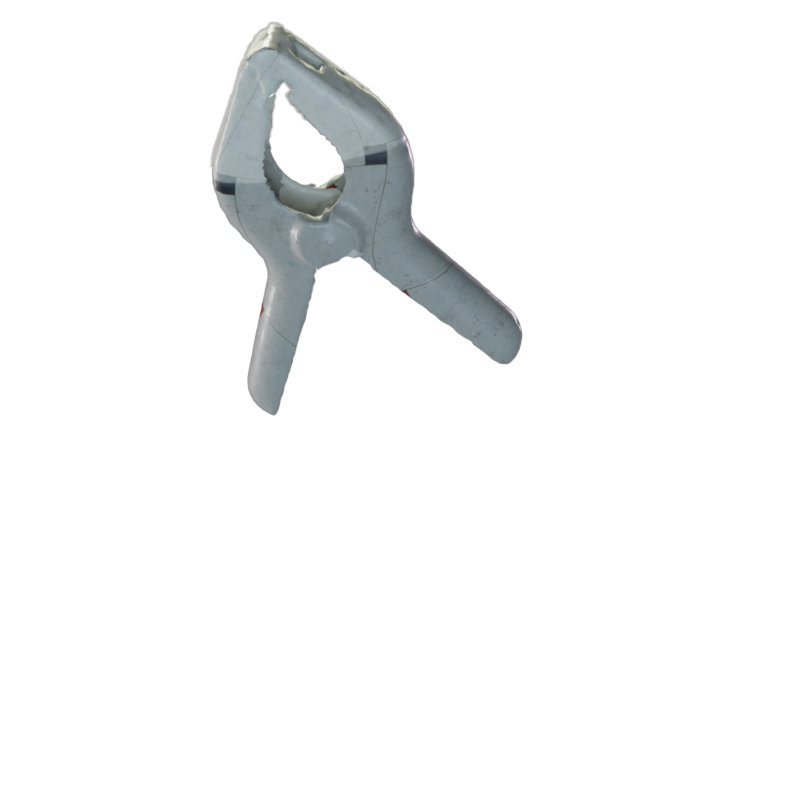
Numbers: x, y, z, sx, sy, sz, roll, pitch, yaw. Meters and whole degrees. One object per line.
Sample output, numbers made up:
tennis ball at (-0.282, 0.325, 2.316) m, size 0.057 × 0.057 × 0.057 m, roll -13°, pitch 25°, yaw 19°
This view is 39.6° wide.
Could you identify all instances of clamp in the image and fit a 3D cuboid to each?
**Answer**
clamp at (-0.035, -0.064, 0.451) m, size 0.120 × 0.162 × 0.041 m, roll -24°, pitch 25°, yaw 11°
